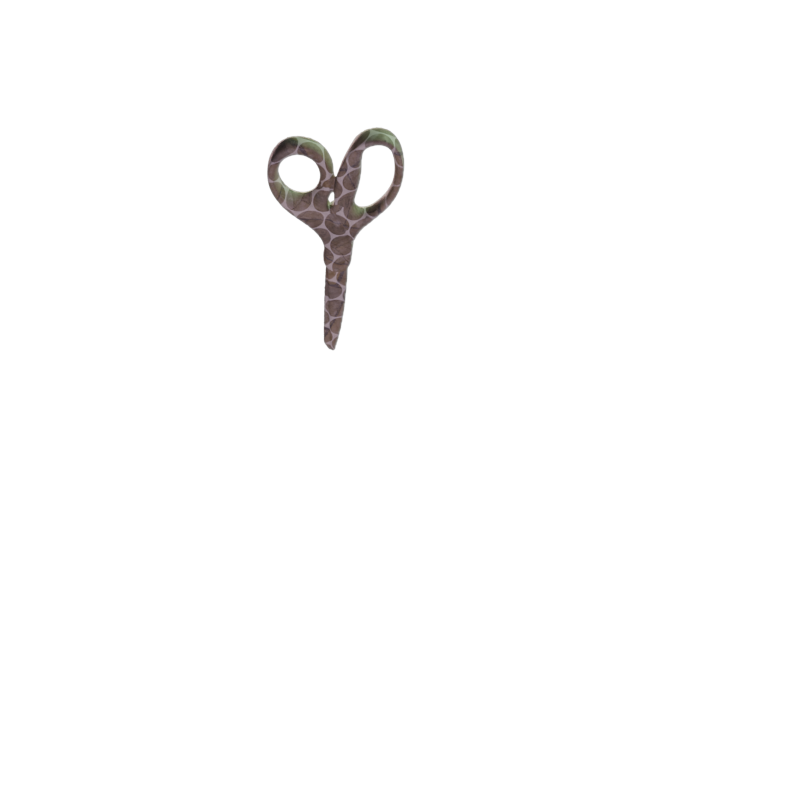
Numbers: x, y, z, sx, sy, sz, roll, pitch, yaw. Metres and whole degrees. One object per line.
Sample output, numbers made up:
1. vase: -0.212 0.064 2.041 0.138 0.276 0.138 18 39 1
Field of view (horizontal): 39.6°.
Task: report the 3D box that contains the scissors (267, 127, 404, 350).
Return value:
1. scissors: -0.059 -0.107 0.752 0.094 0.017 0.193 14 -45 -15
